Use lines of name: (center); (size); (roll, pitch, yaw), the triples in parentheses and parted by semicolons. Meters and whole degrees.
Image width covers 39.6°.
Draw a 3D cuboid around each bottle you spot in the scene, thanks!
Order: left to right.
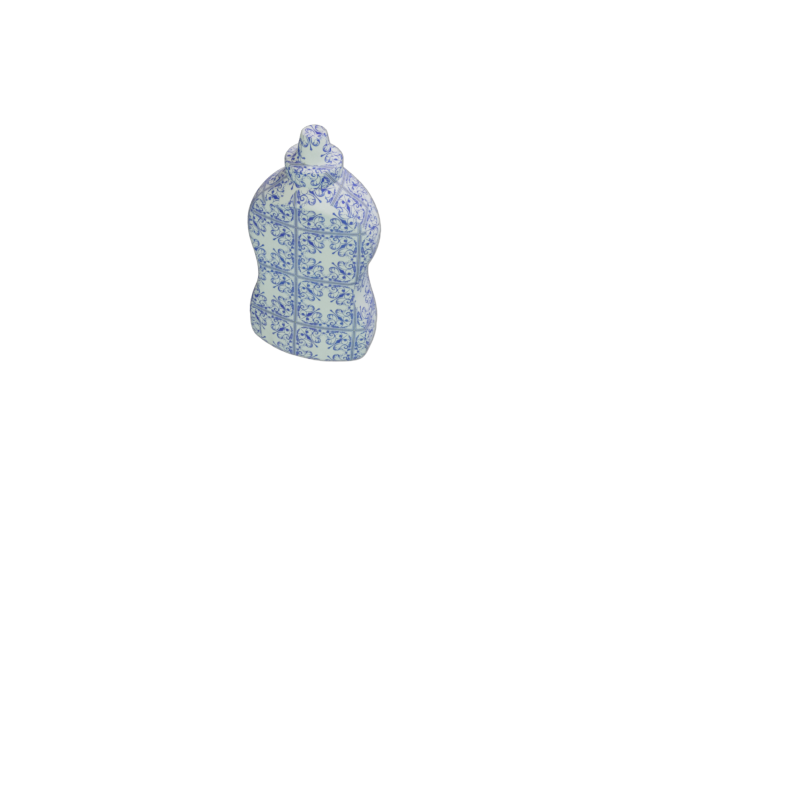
bottle: (-0.063, -0.115, 0.806); (0.099, 0.179, 0.061); (16, 44, 13)
